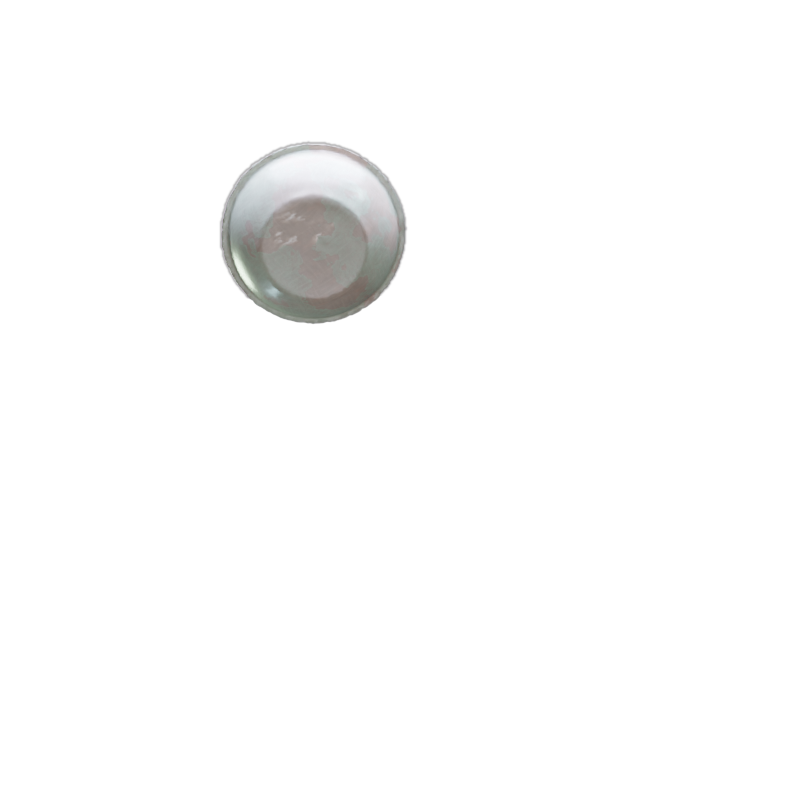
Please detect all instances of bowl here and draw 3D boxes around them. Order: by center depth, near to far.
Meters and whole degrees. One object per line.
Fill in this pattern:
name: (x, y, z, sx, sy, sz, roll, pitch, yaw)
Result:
bowl: (-0.074, -0.134, 0.942, 0.162, 0.157, 0.057, 0, 15, -1)
